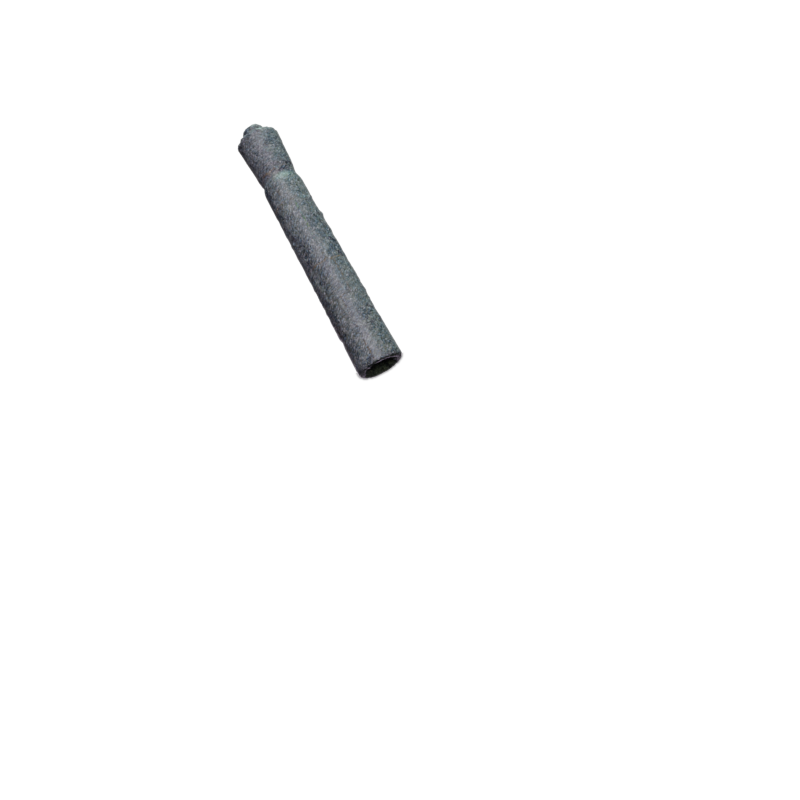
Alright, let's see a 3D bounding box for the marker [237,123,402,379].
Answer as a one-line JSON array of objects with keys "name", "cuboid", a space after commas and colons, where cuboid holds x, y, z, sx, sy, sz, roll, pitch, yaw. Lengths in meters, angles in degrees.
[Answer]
[{"name": "marker", "cuboid": [-0.035, -0.064, 0.451, 0.020, 0.128, 0.019, -23, -24, -12]}]
